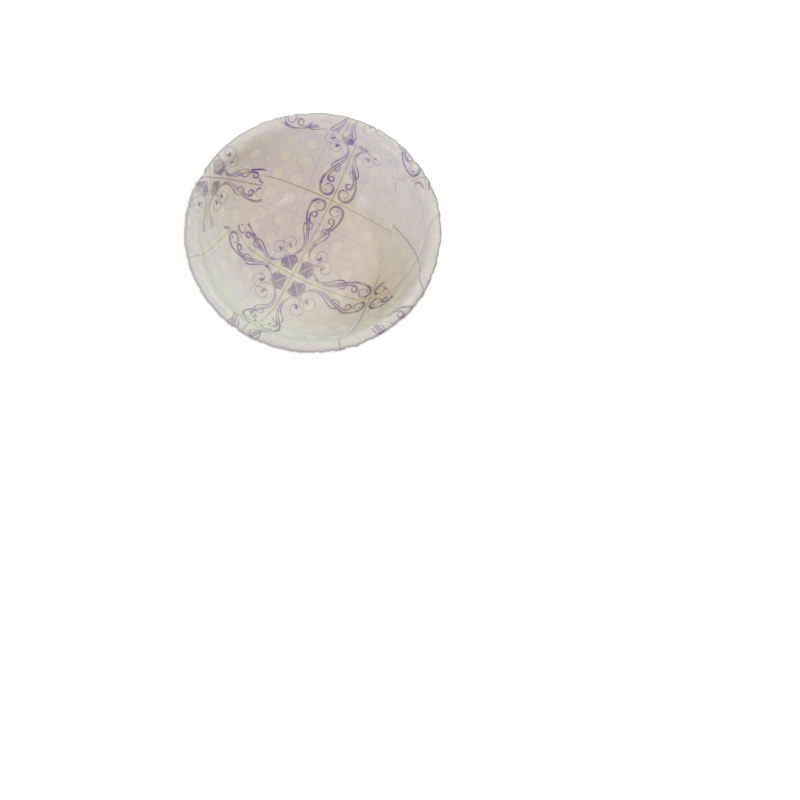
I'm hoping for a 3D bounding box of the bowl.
[{"bbox_3d":[-0.056,-0.103,0.720,0.162,0.170,0.053,-1,-19,-1],"label":"bowl"}]
